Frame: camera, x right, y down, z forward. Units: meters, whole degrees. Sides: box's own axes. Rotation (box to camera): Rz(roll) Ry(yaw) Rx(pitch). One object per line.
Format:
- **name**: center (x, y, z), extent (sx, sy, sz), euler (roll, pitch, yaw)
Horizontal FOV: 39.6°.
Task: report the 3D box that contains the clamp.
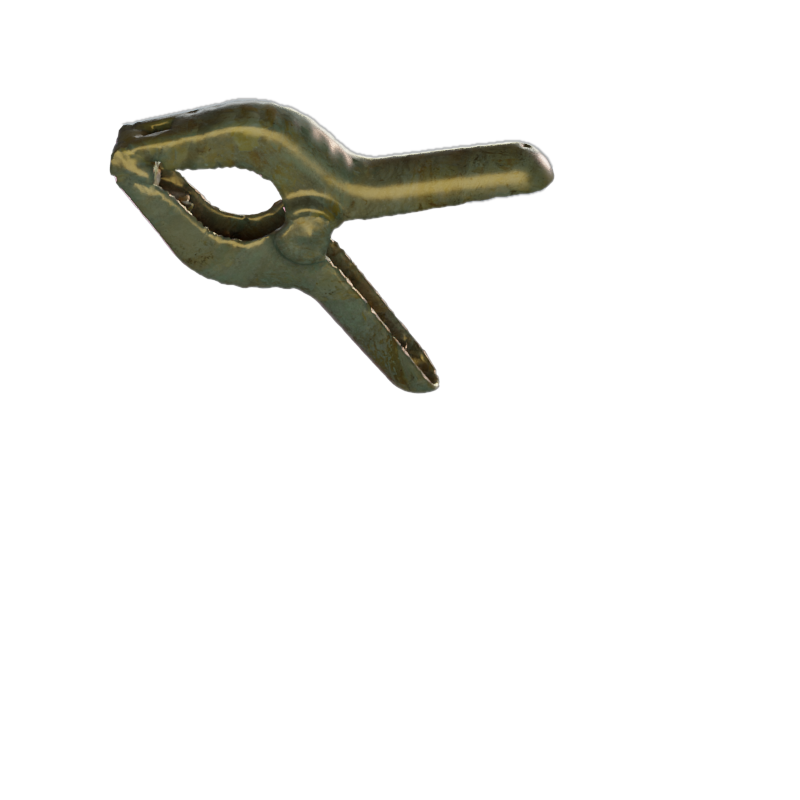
- **clamp**: center (-0.035, -0.065, 0.452), extent (0.170, 0.115, 0.041), euler (13, 22, -5)
